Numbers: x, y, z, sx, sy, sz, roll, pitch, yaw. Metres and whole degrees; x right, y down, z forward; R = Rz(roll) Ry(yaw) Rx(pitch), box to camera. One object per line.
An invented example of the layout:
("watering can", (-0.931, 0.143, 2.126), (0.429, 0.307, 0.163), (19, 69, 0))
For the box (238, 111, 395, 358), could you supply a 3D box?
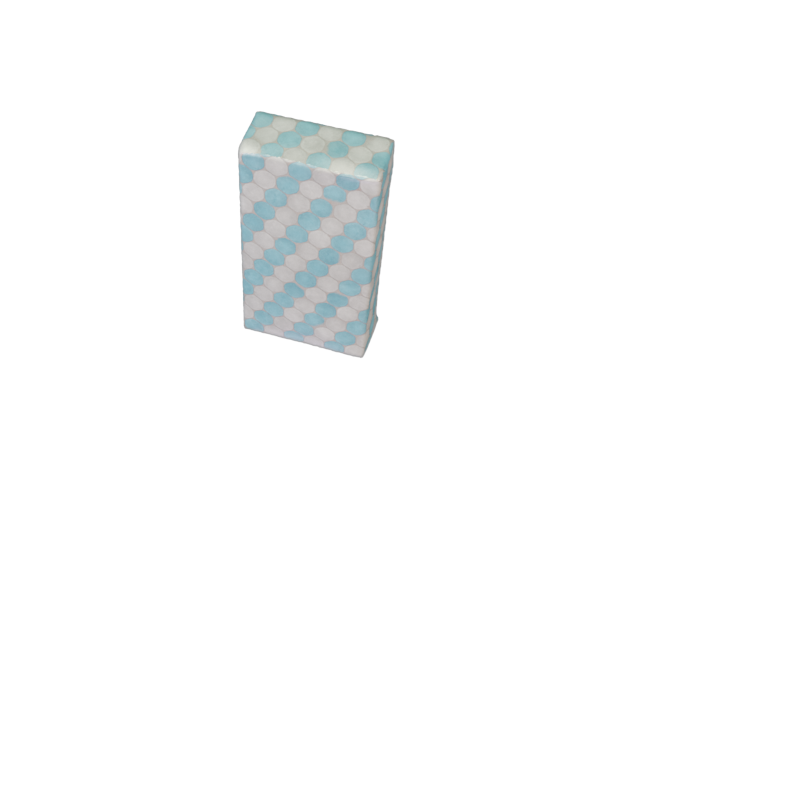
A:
("box", (-0.058, -0.105, 0.738), (0.095, 0.051, 0.165), (15, -36, 7))
